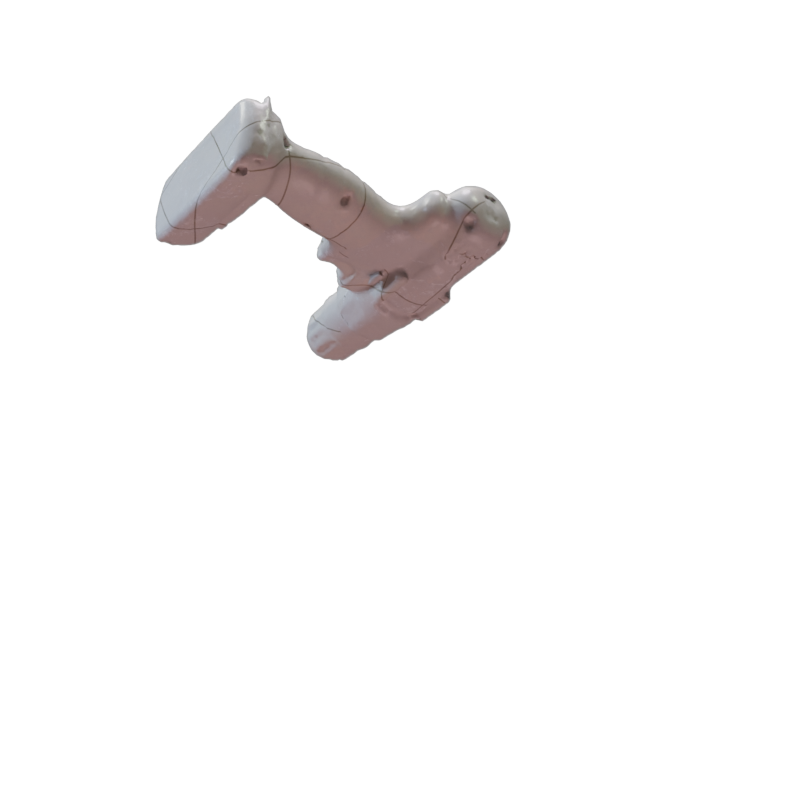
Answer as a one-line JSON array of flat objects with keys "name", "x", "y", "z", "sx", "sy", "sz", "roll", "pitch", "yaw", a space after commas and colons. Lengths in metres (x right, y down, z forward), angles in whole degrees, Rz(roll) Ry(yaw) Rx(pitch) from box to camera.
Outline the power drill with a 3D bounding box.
[{"name": "power drill", "x": -0.054, "y": -0.099, "z": 0.696, "sx": 0.178, "sy": 0.061, "sz": 0.181, "roll": 23, "pitch": -41, "yaw": -29}]
